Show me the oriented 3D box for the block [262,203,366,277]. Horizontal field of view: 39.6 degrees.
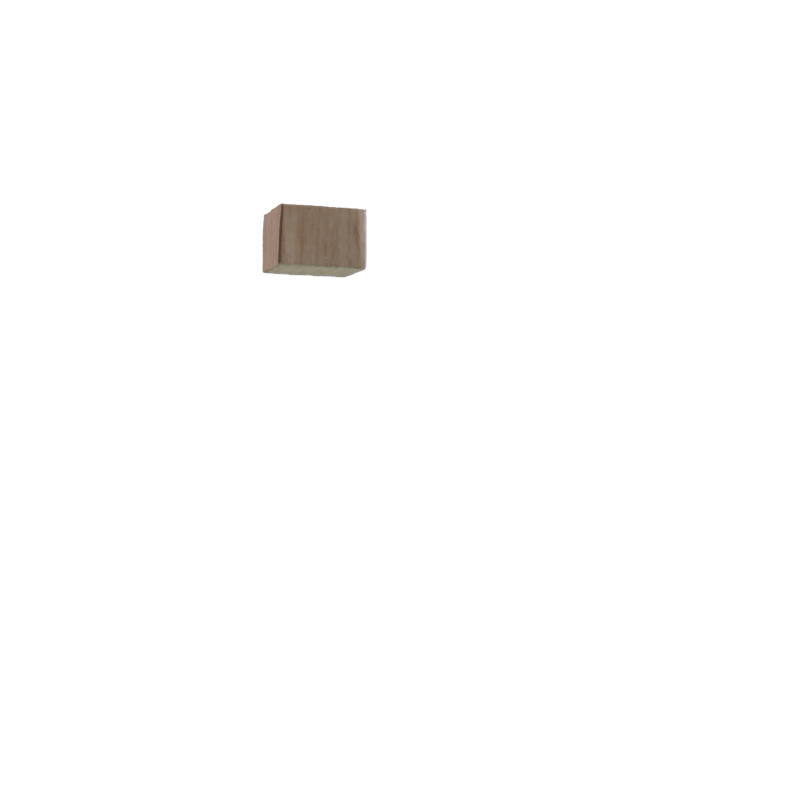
[{"bbox_3d":[-0.073,-0.133,0.931,0.076,0.052,0.053,1,-6,-20],"label":"block"}]
